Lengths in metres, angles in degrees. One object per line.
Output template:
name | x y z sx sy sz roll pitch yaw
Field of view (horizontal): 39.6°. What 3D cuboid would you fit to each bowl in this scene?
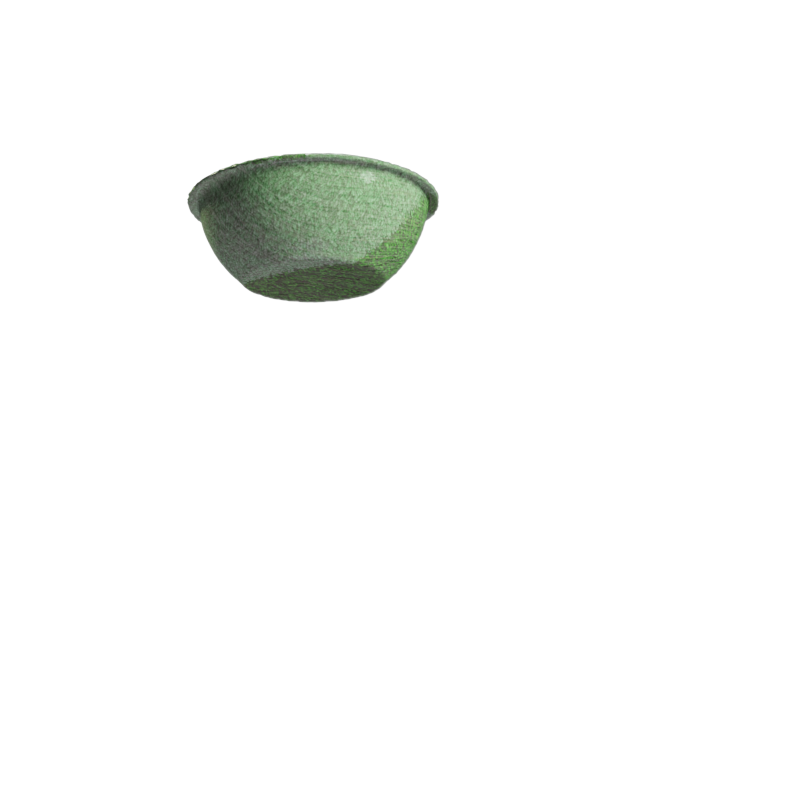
bowl | -0.055 -0.101 0.707 0.162 0.057 0.156 0 -13 -2
